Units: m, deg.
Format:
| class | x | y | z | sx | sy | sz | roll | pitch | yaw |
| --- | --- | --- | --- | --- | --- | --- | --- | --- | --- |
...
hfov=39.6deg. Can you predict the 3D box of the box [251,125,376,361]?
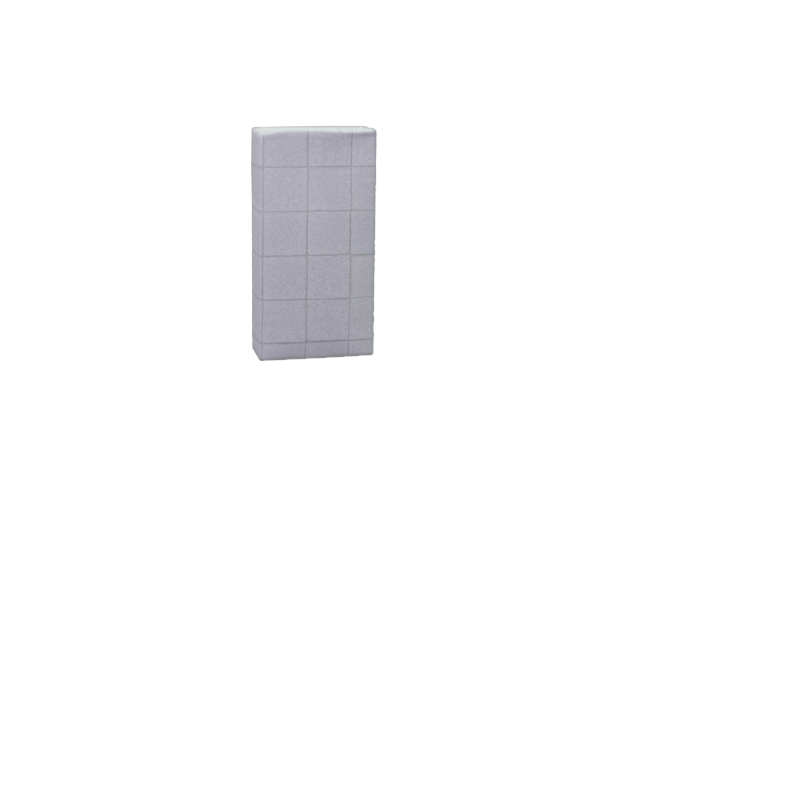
| class | x | y | z | sx | sy | sz | roll | pitch | yaw |
| --- | --- | --- | --- | --- | --- | --- | --- | --- | --- |
| box | -0.067 | -0.122 | 0.854 | 0.092 | 0.171 | 0.050 | -3 | 13 | -13 |
